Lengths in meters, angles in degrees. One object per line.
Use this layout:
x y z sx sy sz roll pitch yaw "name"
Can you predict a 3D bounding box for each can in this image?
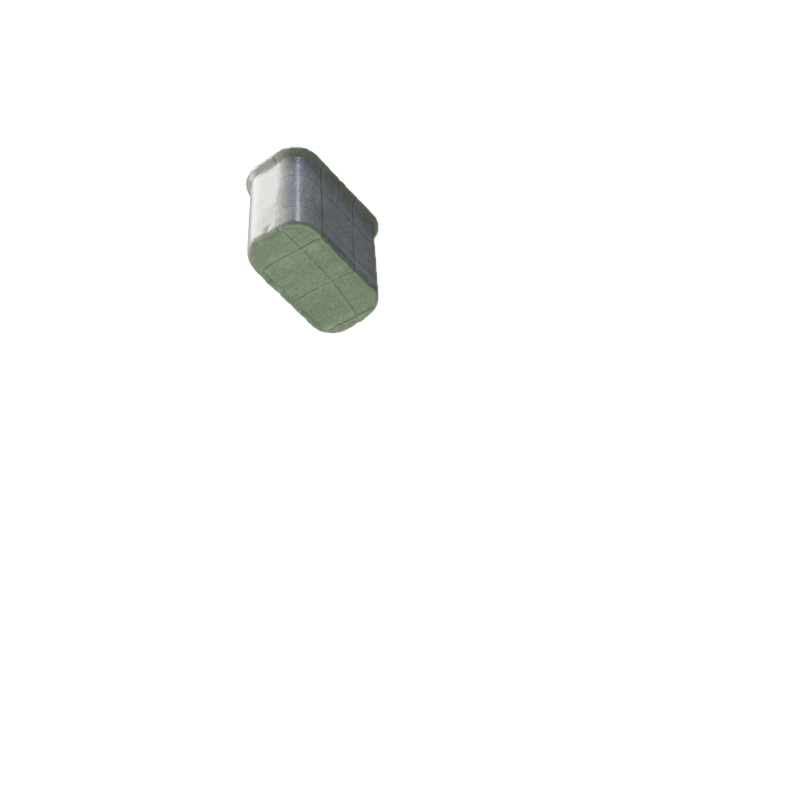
-0.059 -0.107 0.747 0.057 0.090 0.095 -31 -54 23 "can"
